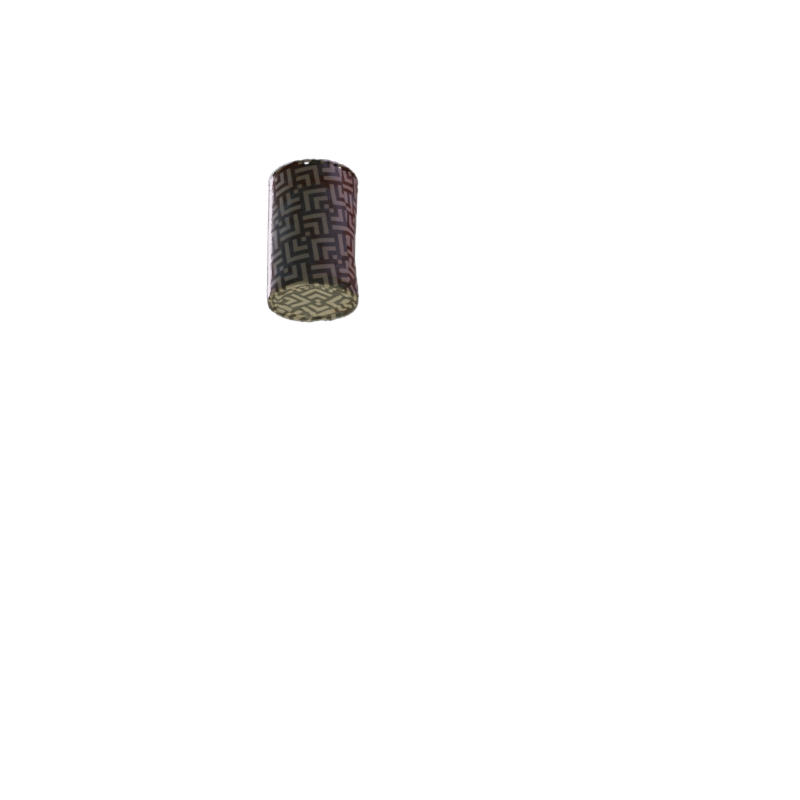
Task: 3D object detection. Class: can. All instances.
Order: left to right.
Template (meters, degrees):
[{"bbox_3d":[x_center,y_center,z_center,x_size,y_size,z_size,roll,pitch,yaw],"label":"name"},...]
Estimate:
[{"bbox_3d":[-0.064,-0.116,0.813,0.068,0.108,0.065,0,-25,-2],"label":"can"}]
